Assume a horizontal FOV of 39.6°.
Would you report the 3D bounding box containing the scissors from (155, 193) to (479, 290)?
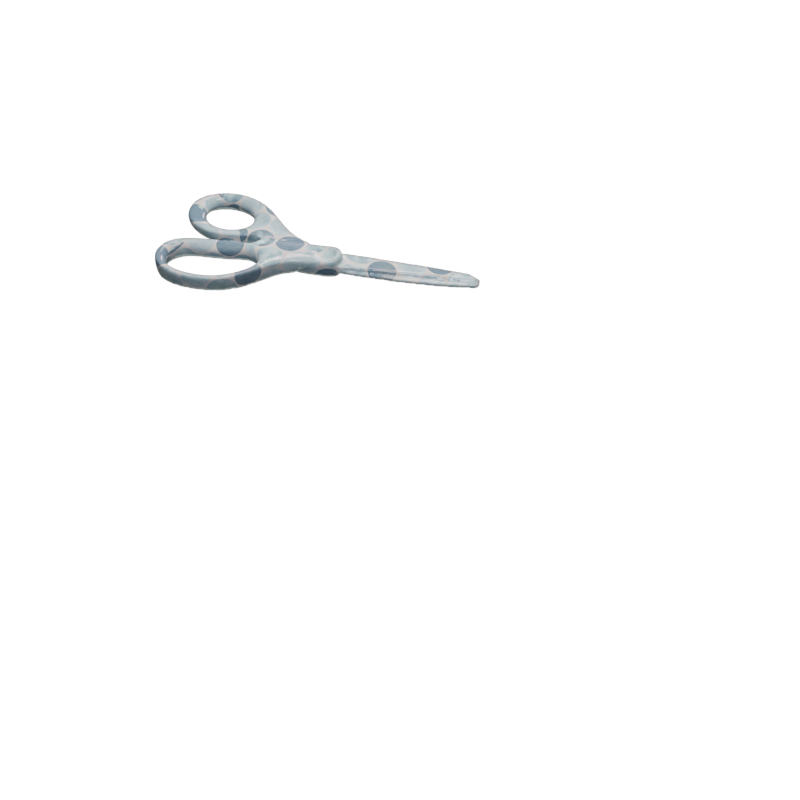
[{"bbox_3d":[-0.056,-0.102,0.717,0.201,0.015,0.103,-3,45,-3],"label":"scissors"}]
